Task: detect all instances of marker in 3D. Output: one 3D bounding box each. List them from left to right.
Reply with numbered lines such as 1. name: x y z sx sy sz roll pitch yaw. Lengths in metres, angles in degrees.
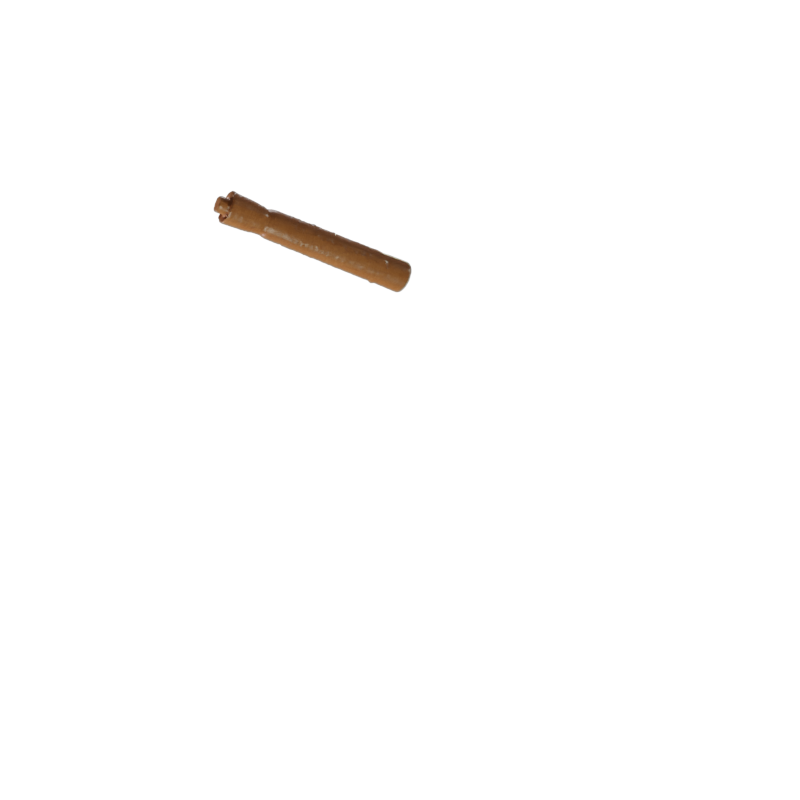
1. marker: -0.049 -0.089 0.621 0.116 0.020 0.020 19 -5 -23
